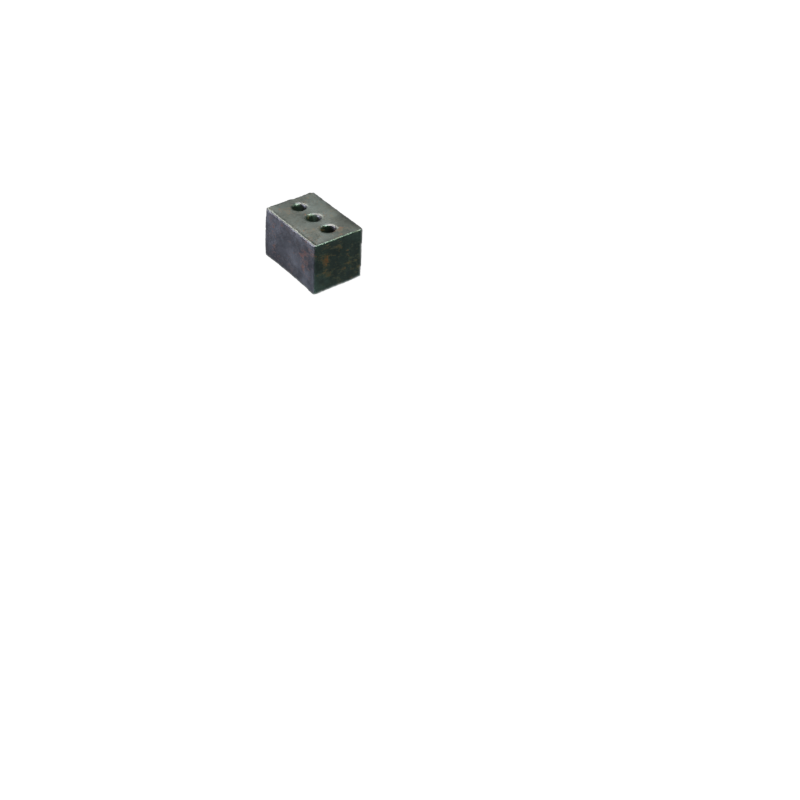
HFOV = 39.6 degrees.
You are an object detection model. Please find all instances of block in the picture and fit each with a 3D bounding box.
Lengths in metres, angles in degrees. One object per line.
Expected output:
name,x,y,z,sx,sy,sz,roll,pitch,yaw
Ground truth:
block,-0.076,-0.138,0.970,0.052,0.048,0.084,-23,44,-29
